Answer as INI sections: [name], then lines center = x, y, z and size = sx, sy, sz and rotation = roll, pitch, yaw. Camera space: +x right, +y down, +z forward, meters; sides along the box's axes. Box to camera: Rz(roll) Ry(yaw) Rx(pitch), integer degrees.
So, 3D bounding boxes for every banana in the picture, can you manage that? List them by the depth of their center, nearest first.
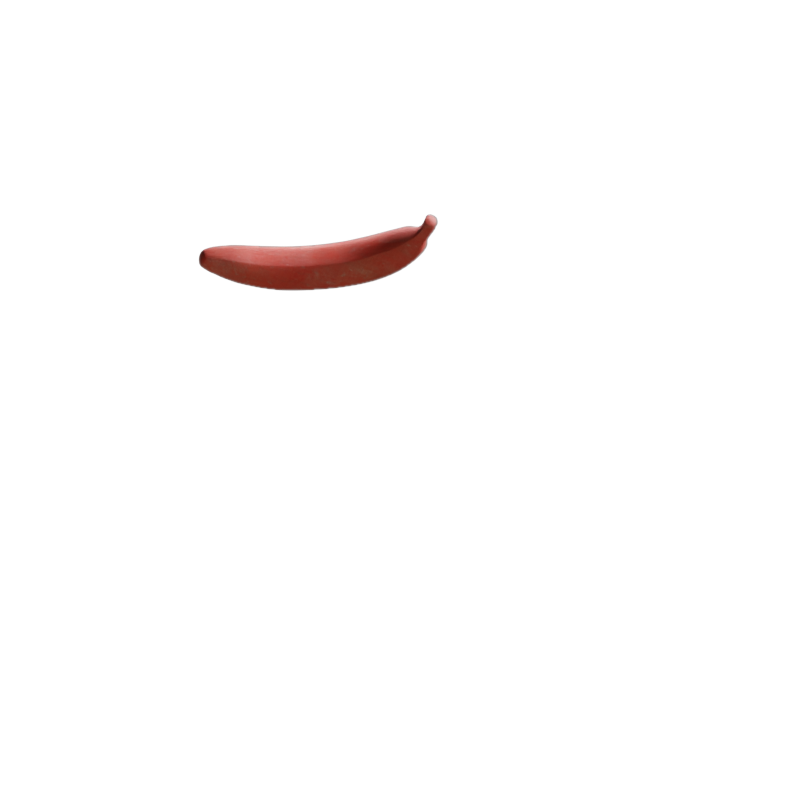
[banana]
center = -0.062, -0.118, 0.908
size = 0.200, 0.039, 0.064
rotation = -9, -38, 11
